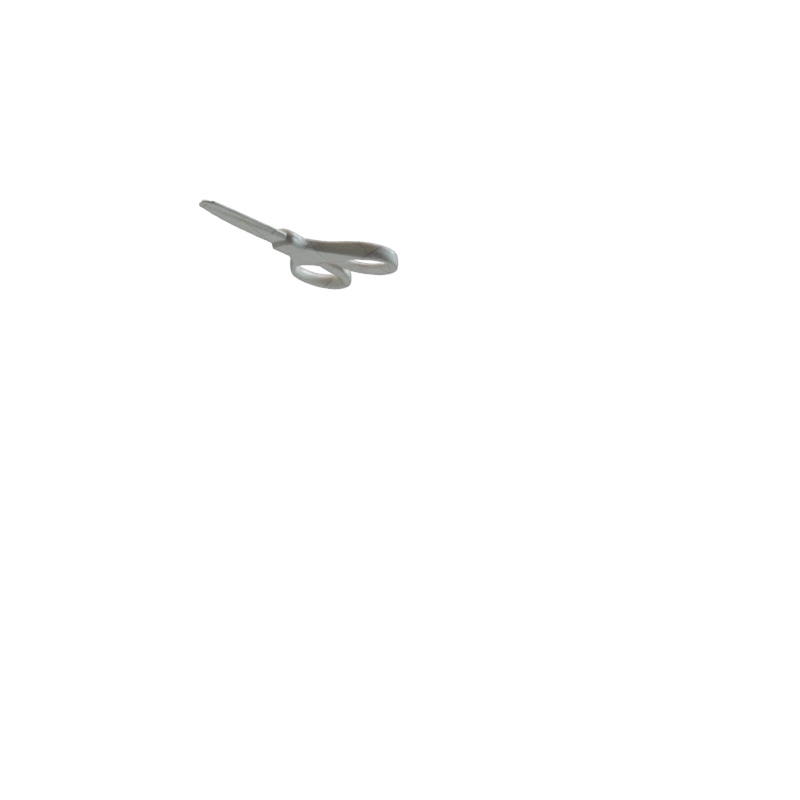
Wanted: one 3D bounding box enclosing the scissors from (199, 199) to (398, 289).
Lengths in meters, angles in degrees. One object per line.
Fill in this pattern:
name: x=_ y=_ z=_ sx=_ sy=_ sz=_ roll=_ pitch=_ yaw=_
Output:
scissors: x=-0.065 y=-0.119 z=0.830 sx=0.098 sy=0.016 sz=0.191 roll=-4 pitch=-13 yaw=16
